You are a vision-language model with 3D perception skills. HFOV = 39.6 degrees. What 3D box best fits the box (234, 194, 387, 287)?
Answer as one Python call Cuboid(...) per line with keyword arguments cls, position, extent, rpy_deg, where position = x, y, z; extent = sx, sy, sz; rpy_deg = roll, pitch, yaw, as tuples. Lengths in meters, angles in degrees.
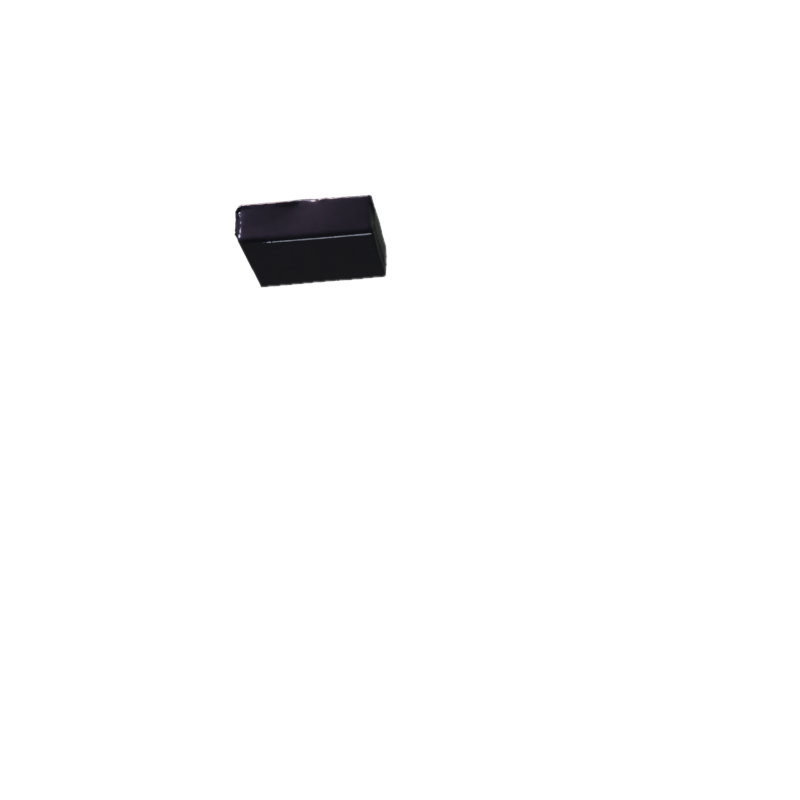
Cuboid(cls="box", position=(-0.057, -0.103, 0.724), extent=(0.090, 0.032, 0.069), rpy_deg=(-3, -19, 8))
